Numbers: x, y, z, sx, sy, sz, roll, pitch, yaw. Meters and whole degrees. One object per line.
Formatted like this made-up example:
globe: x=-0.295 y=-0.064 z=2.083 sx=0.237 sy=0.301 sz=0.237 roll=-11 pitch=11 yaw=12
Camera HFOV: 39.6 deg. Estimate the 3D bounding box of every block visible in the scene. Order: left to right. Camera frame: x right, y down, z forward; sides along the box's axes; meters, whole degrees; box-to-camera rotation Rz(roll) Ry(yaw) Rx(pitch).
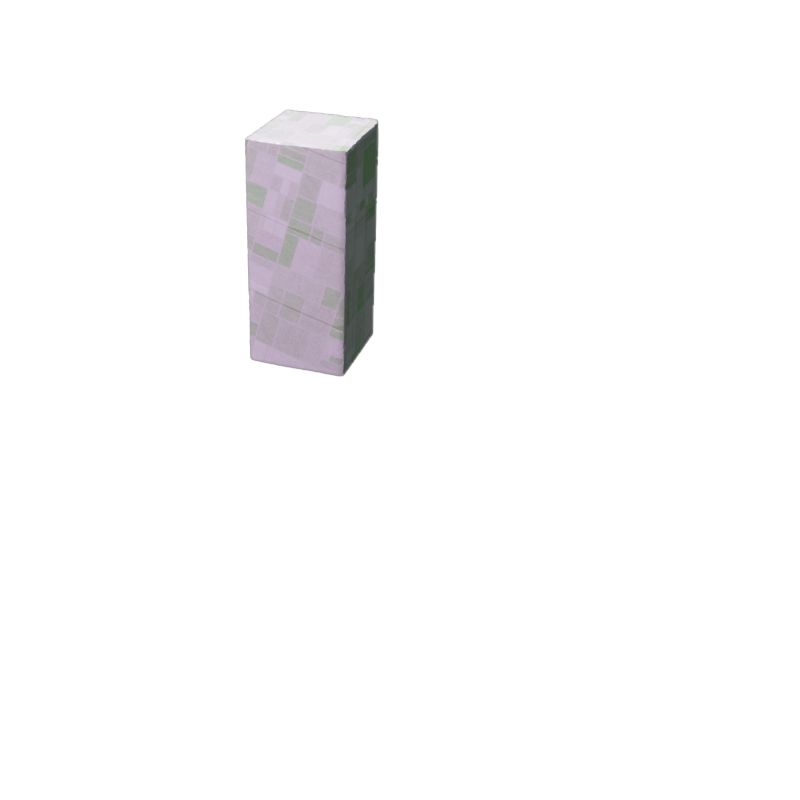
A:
block: x=-0.075 y=-0.137 z=0.962 sx=0.093 sy=0.195 sz=0.093 roll=10 pitch=27 yaw=16
